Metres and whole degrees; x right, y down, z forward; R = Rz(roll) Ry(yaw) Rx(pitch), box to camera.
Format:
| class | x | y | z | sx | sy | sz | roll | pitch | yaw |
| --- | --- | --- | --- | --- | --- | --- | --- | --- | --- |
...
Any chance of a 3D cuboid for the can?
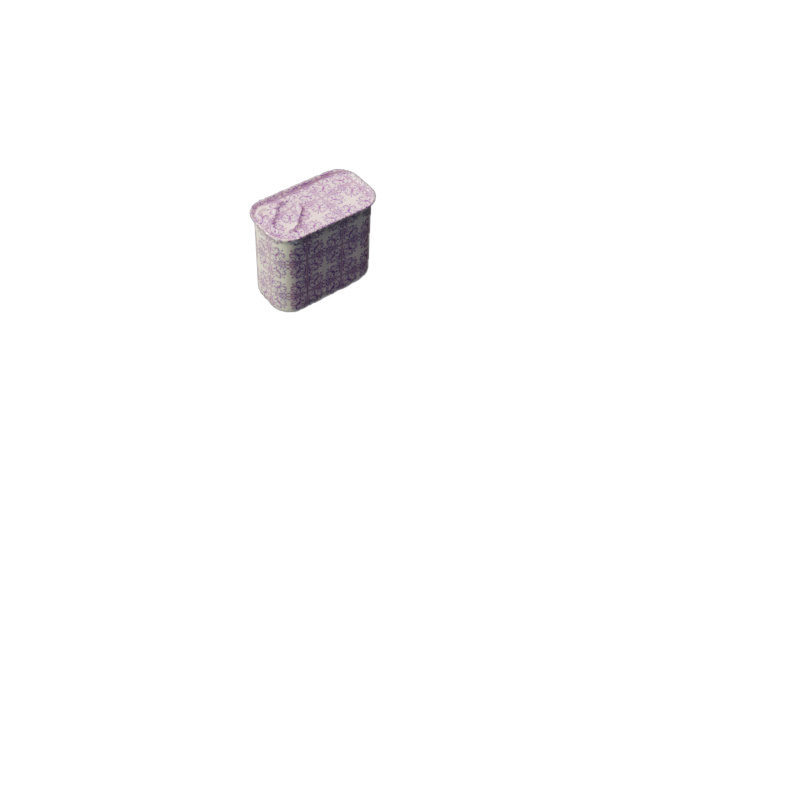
| class | x | y | z | sx | sy | sz | roll | pitch | yaw |
| --- | --- | --- | --- | --- | --- | --- | --- | --- | --- |
| can | -0.072 | -0.131 | 0.917 | 0.102 | 0.078 | 0.062 | -28 | 53 | -26 |
